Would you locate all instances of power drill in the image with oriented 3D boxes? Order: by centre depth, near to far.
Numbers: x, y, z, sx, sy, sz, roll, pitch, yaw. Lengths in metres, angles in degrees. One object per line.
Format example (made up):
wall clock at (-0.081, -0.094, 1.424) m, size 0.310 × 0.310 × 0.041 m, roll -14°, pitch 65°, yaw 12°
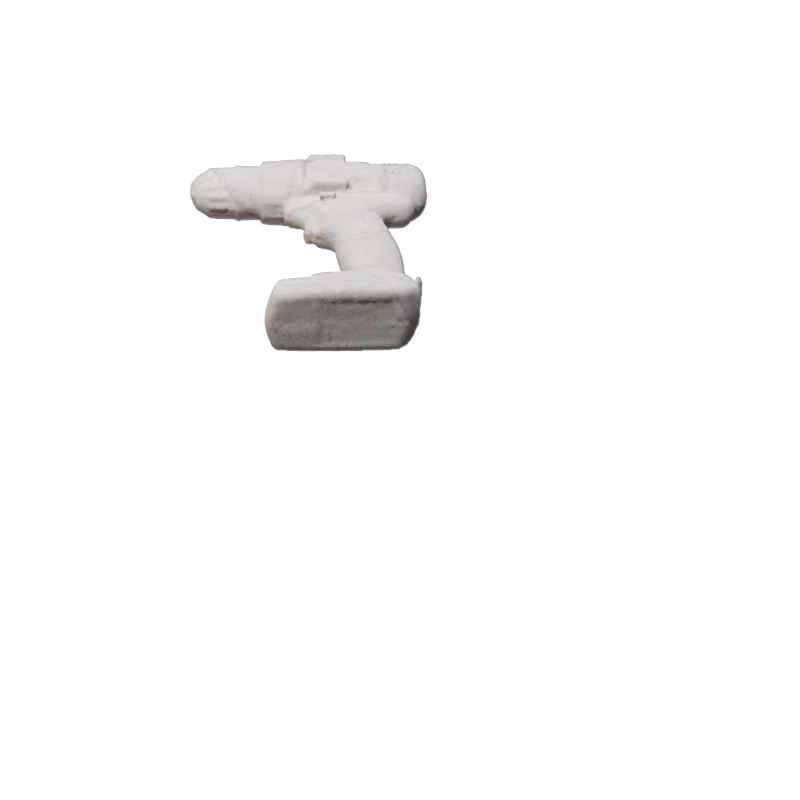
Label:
power drill at (-0.064, -0.116, 0.812) m, size 0.184 × 0.053 × 0.202 m, roll -3°, pitch 42°, yaw -4°
